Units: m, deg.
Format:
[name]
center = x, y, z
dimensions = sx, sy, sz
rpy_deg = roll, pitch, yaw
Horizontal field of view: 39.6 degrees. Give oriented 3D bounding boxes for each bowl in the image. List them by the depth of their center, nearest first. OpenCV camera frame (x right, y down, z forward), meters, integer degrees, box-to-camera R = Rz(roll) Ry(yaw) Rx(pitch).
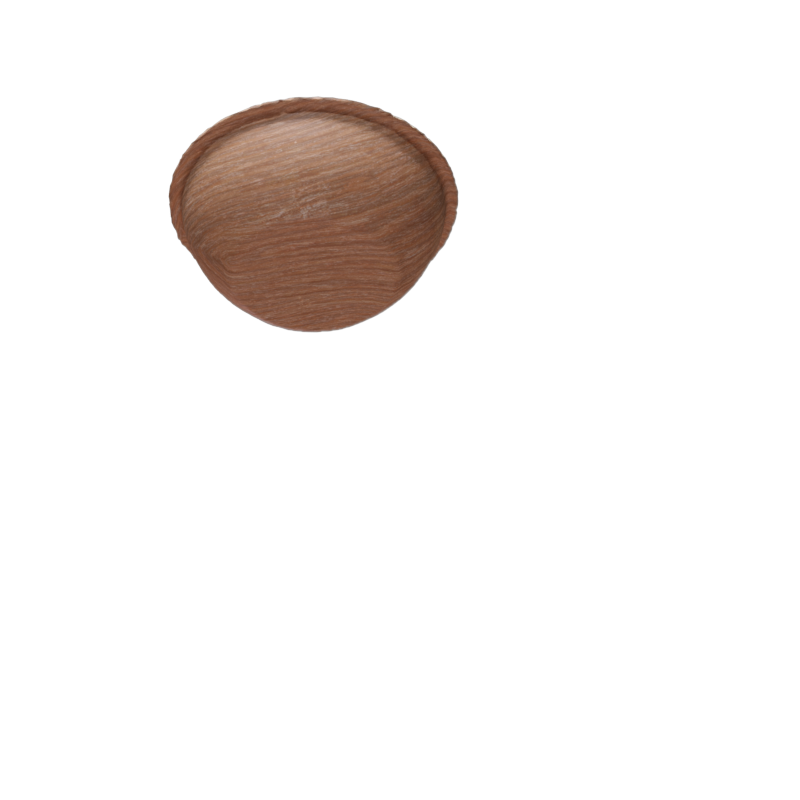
[bowl]
center = -0.047, -0.086, 0.603
dimensions = 0.162, 0.059, 0.151
rpy_deg = 1, -39, -1
